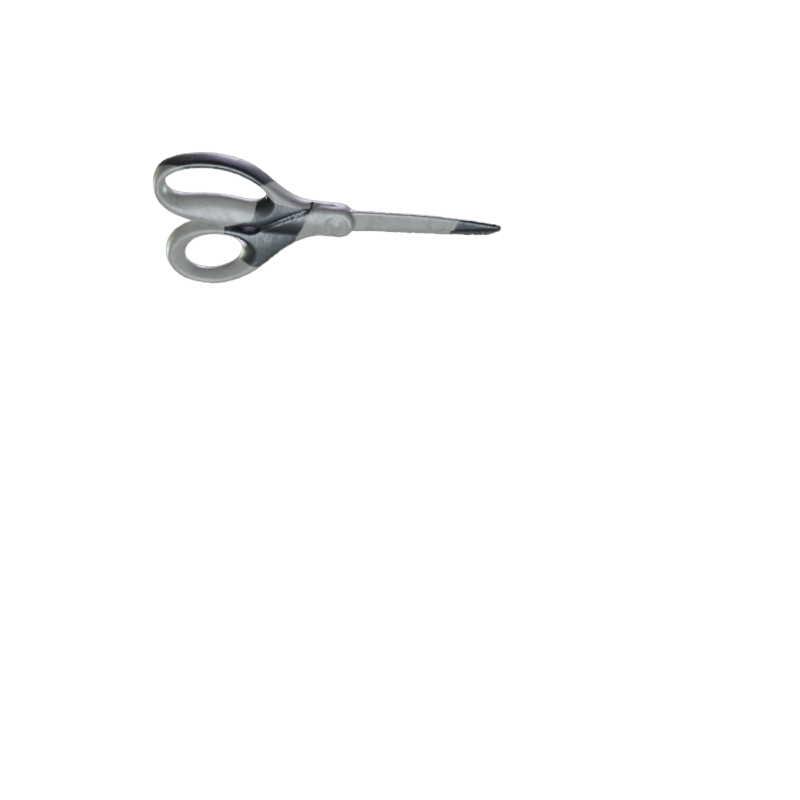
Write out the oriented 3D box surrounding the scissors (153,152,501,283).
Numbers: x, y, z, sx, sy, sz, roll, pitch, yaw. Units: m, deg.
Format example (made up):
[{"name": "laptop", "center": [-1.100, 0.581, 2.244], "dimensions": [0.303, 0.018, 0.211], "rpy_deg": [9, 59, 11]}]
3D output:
[{"name": "scissors", "center": [-0.051, -0.094, 0.656], "dimensions": [0.197, 0.092, 0.017], "rpy_deg": [15, 40, -13]}]
